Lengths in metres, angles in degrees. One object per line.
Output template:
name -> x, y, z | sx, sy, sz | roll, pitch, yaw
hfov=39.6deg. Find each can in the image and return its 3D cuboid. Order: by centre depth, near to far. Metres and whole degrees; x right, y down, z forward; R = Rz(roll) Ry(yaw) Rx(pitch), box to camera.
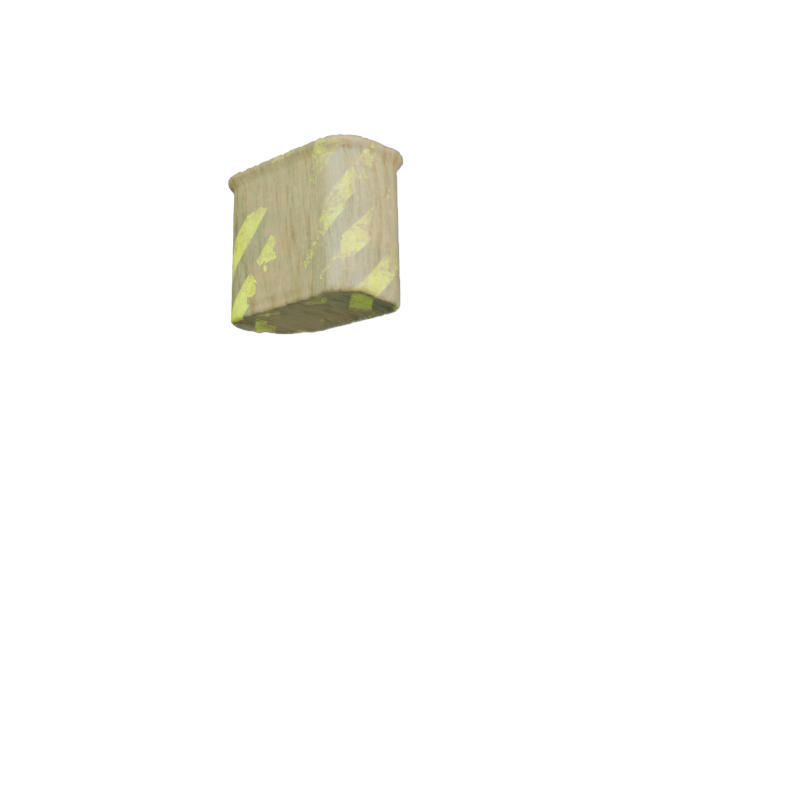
can -> -0.047, -0.085, 0.596 | 0.104, 0.087, 0.054 | -14, -21, 41
